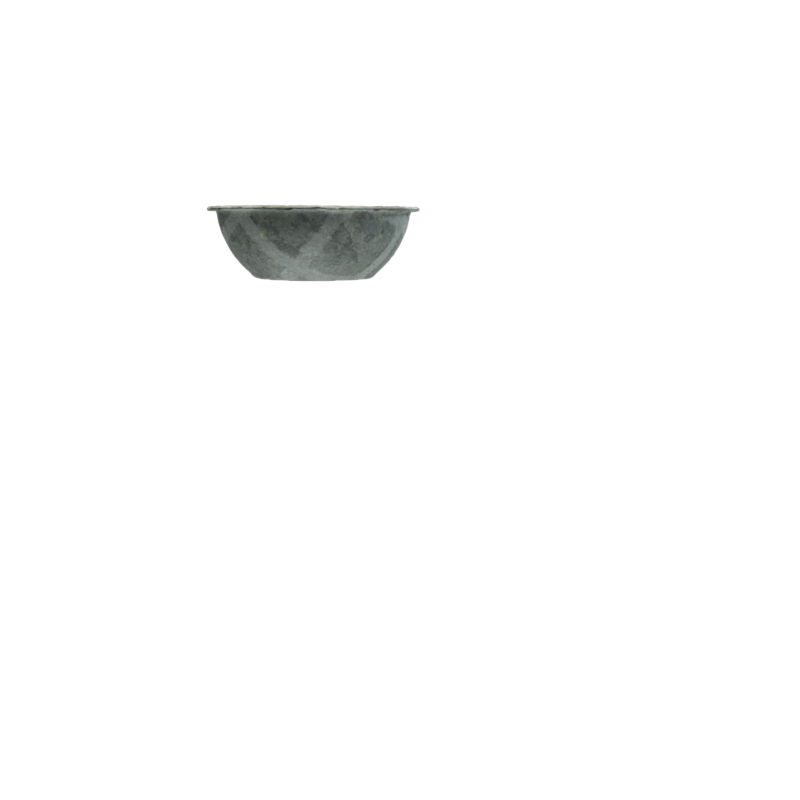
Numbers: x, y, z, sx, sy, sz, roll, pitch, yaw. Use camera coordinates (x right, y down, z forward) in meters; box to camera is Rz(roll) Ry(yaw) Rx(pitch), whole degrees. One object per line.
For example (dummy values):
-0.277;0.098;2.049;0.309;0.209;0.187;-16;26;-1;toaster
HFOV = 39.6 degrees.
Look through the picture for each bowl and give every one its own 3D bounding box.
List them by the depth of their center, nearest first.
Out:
-0.066;-0.121;0.845;0.162;0.054;0.165;0;9;-2;bowl
